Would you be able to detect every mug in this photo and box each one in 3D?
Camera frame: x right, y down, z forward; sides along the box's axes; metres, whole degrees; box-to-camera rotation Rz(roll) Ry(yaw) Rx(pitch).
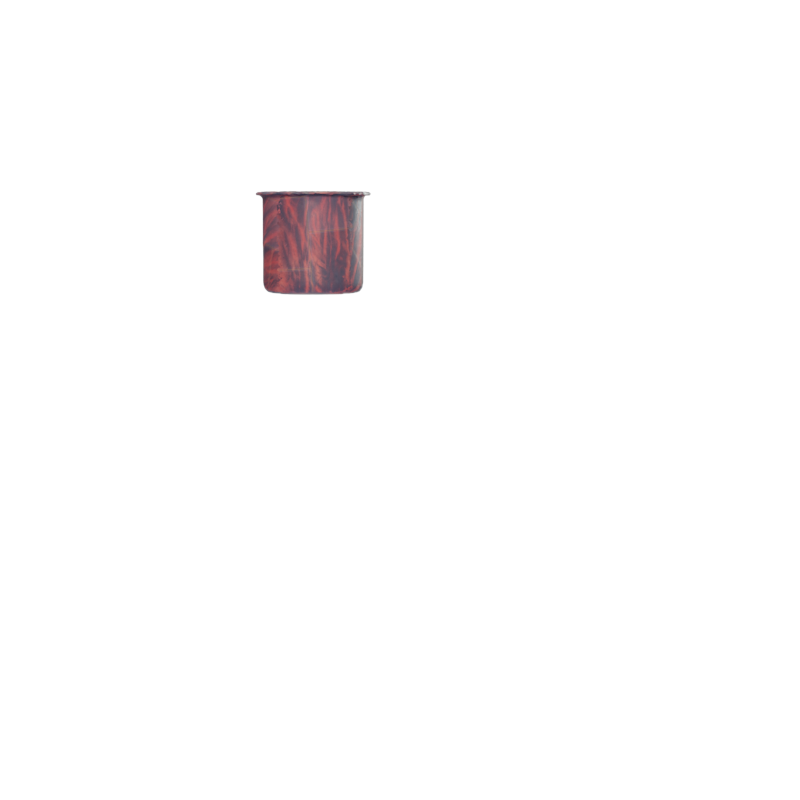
[{"bbox_3d":[-0.072,-0.130,0.913,0.093,0.081,0.119,0,7,-3],"label":"mug"}]
